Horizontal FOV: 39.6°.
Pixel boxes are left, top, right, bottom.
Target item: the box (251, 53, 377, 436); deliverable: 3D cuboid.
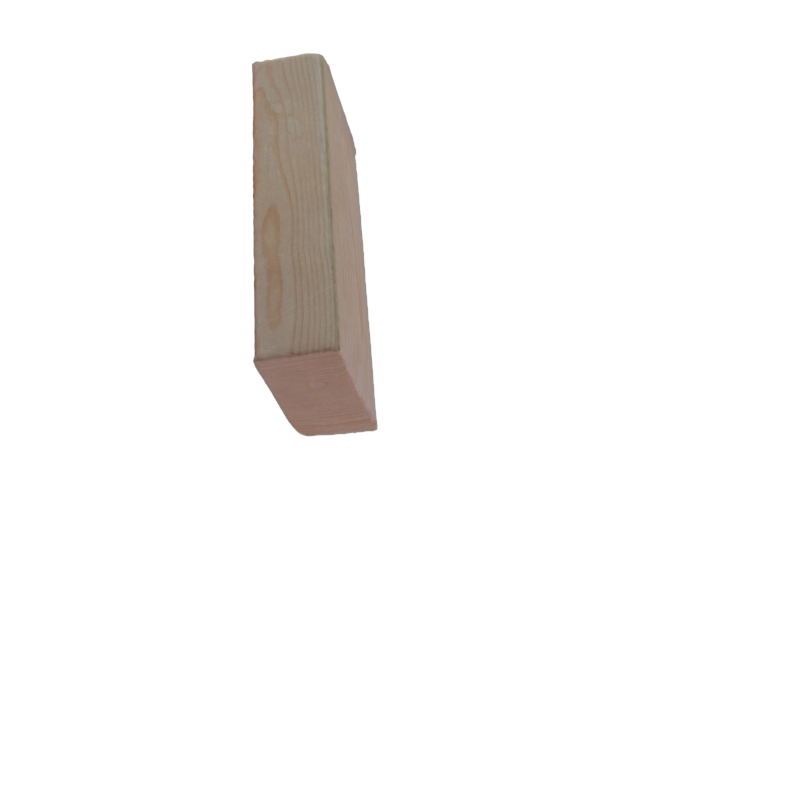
[{"bbox_3d":[-0.044,-0.080,0.561,0.048,0.188,0.087,-7,-30,8],"label":"box"}]
